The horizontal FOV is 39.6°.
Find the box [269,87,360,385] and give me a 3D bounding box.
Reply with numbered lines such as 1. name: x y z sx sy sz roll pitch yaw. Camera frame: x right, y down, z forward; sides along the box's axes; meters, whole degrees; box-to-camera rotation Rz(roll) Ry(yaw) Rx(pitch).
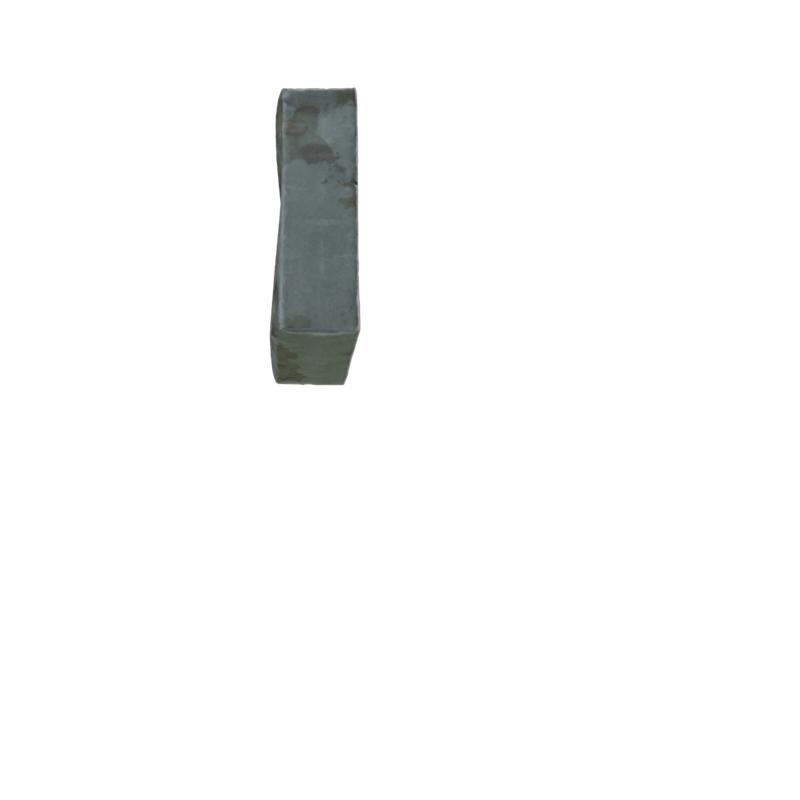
1. box: -0.074 -0.135 0.946 0.071 0.224 0.158 1 -18 -6
